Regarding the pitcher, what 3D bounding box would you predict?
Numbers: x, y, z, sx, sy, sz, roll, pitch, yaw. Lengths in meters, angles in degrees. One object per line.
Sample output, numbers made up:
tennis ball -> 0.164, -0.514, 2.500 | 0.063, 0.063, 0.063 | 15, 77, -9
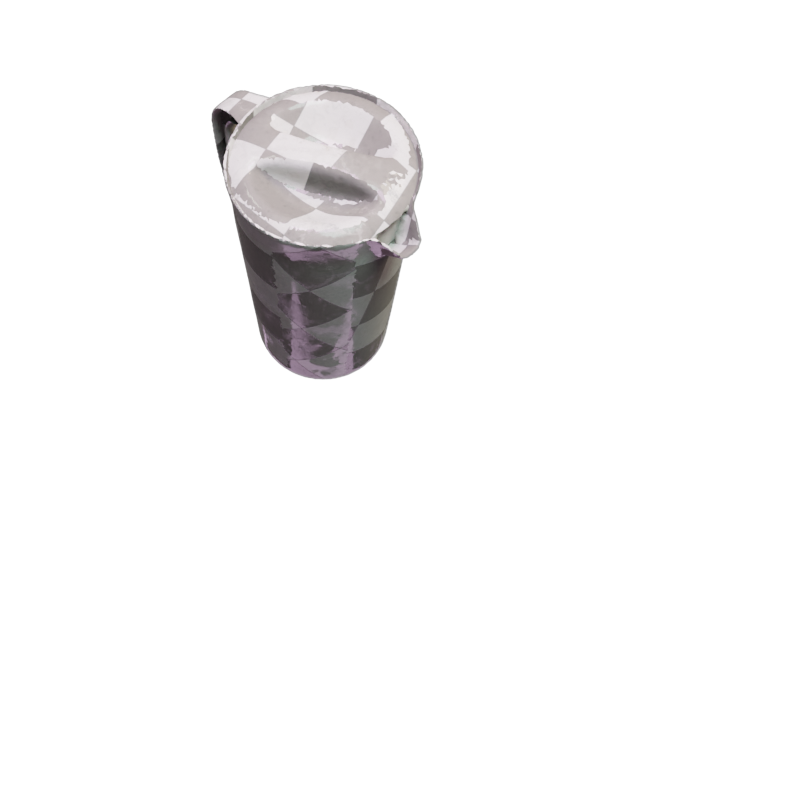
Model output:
pitcher -> -0.065, -0.119, 0.836 | 0.144, 0.159, 0.229 | -1, -27, -4
